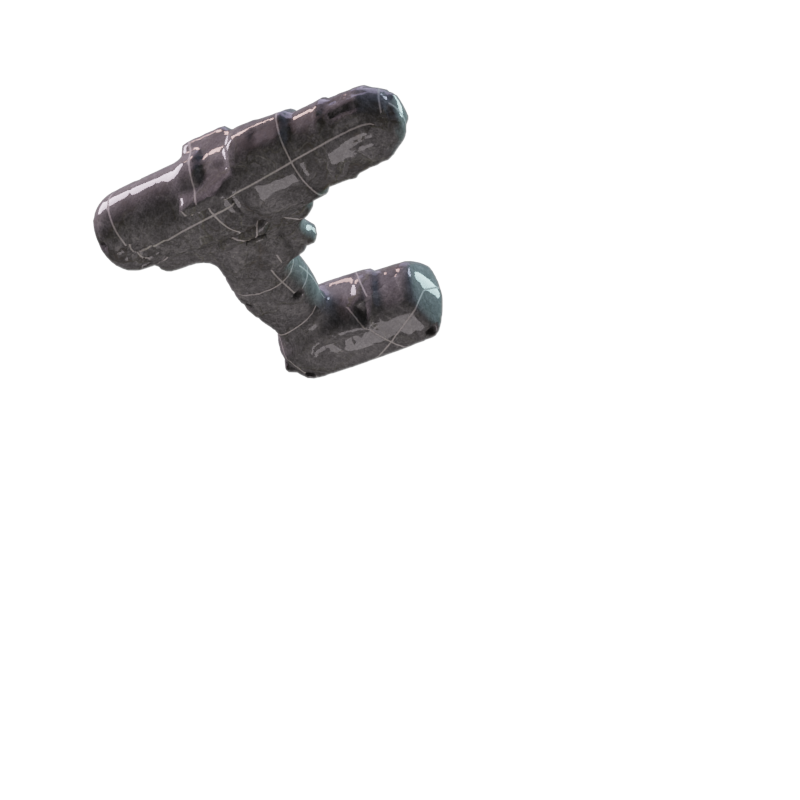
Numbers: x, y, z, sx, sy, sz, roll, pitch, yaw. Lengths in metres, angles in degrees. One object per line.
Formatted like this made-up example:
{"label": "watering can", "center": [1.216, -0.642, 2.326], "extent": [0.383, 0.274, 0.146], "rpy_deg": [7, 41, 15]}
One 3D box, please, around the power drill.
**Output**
{"label": "power drill", "center": [-0.049, -0.089, 0.625], "extent": [0.186, 0.061, 0.173], "rpy_deg": [-17, -36, 24]}
